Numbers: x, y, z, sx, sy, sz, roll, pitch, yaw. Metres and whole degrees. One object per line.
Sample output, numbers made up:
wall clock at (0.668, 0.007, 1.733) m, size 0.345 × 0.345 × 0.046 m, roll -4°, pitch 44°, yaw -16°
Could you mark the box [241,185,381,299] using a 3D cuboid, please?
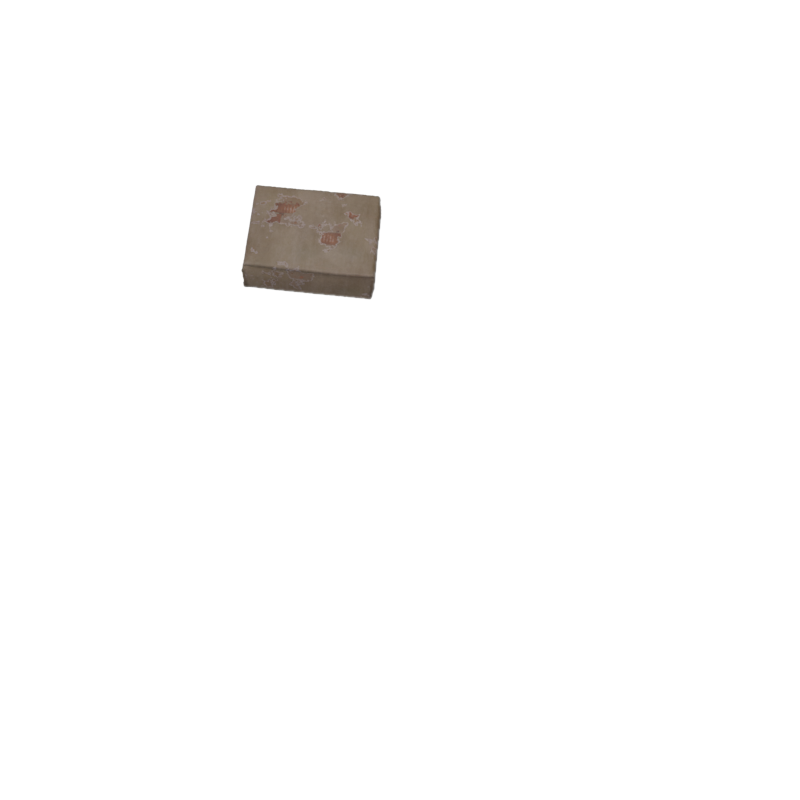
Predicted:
box at (-0.075, -0.136, 0.954) m, size 0.114 × 0.096 × 0.036 m, roll 3°, pitch -36°, yaw 2°
